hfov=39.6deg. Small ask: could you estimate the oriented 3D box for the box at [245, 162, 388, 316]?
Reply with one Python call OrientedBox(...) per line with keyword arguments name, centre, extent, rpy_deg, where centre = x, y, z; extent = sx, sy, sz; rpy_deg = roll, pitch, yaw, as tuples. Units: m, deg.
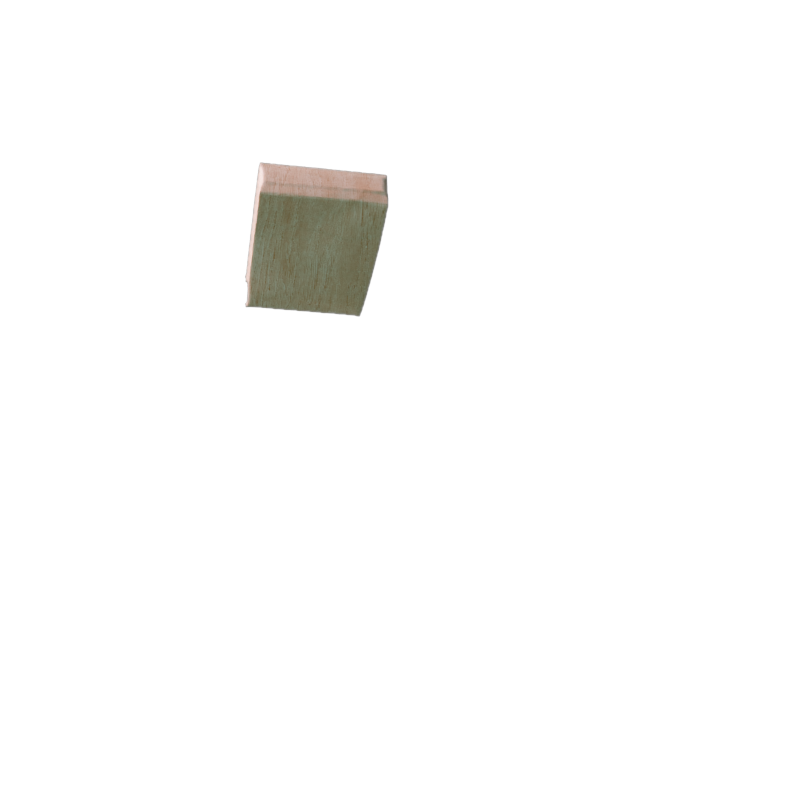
OrientedBox(name="box", centre=(-0.061, -0.112, 0.786), extent=(0.089, 0.107, 0.042), rpy_deg=(7, 43, -7))
